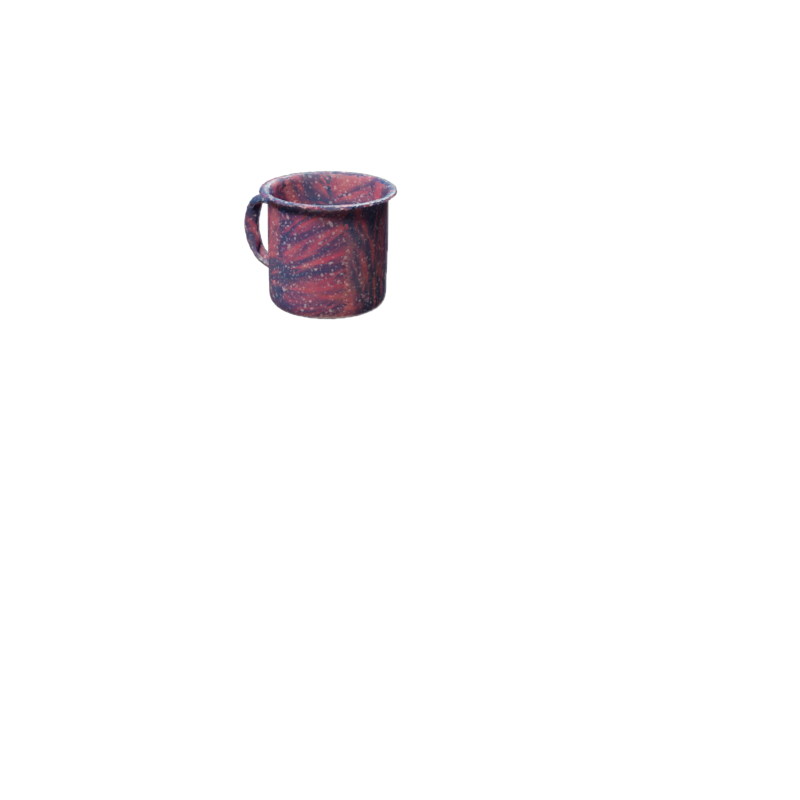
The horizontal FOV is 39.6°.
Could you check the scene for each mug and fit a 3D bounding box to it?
[{"bbox_3d":[-0.060,-0.109,0.764,0.123,0.078,0.093,14,26,29],"label":"mug"}]
